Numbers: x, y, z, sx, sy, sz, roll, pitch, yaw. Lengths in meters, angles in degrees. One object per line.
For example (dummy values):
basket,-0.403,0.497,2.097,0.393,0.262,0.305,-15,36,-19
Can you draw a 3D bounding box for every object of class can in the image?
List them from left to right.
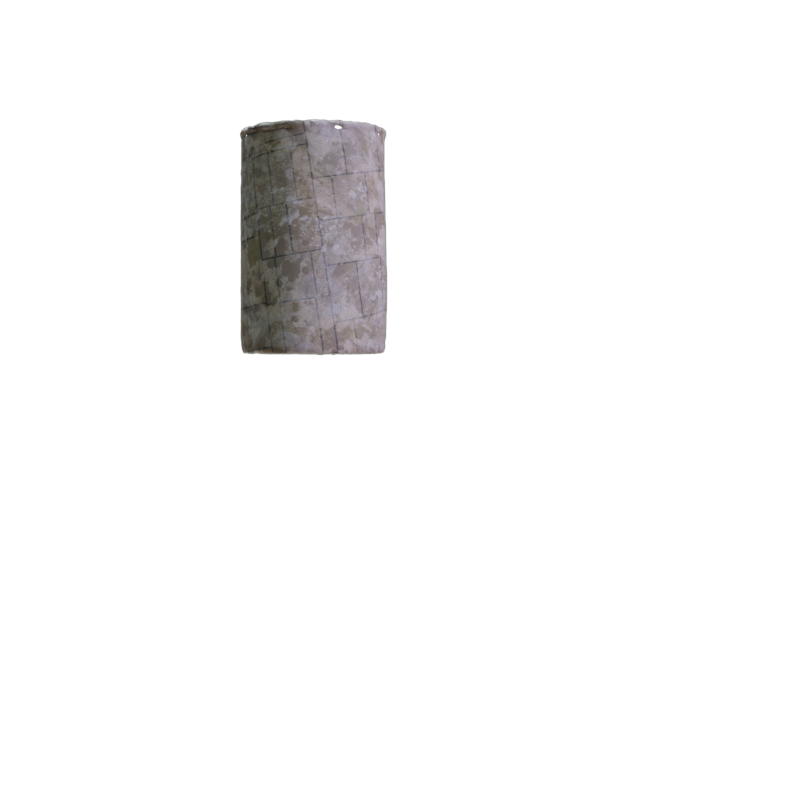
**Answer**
can,-0.040,-0.073,0.510,0.068,0.103,0.068,0,-2,-2
